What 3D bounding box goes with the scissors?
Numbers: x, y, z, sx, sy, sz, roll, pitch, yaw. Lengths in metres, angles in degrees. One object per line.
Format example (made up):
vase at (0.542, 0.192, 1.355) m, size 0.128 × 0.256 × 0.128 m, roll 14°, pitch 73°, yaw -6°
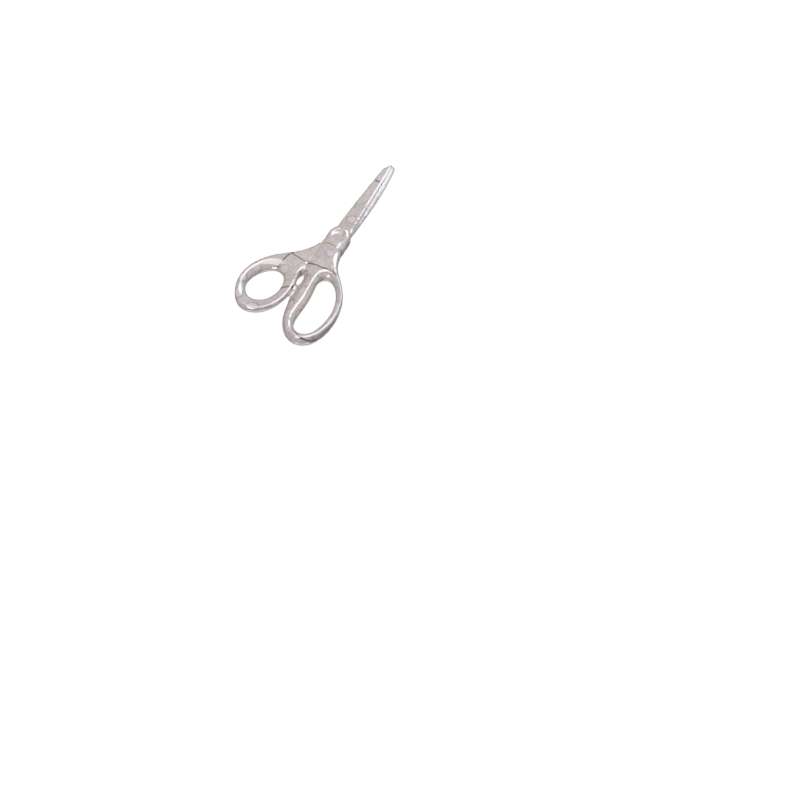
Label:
scissors at (-0.072, -0.131, 0.918) m, size 0.098 × 0.213 × 0.015 m, roll 10°, pitch -37°, yaw 7°
